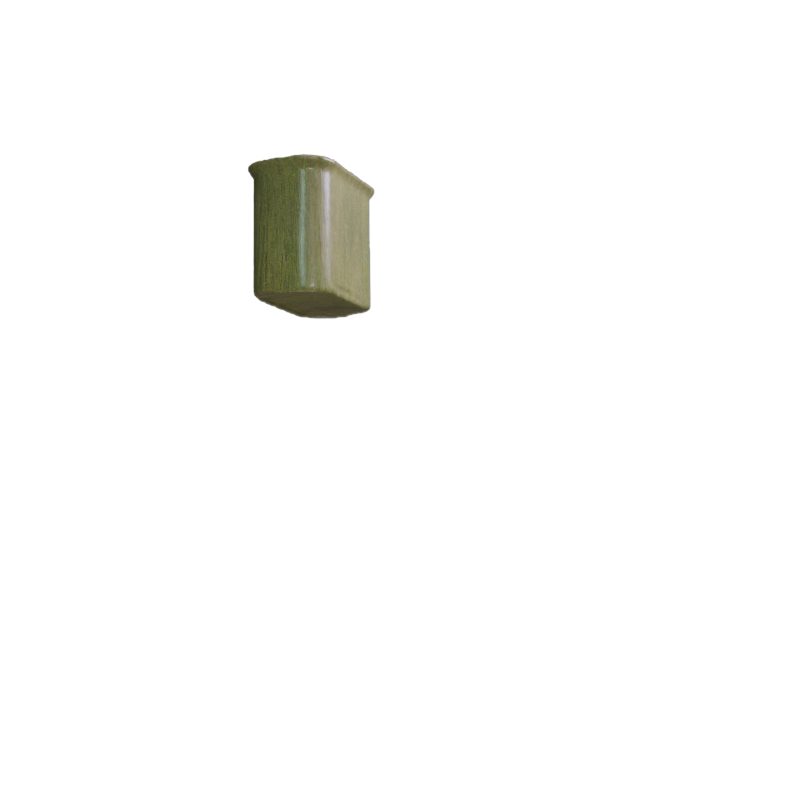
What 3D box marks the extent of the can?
[{"bbox_3d":[-0.055,-0.101,0.706,0.059,0.086,0.097,-5,-10,20],"label":"can"}]
